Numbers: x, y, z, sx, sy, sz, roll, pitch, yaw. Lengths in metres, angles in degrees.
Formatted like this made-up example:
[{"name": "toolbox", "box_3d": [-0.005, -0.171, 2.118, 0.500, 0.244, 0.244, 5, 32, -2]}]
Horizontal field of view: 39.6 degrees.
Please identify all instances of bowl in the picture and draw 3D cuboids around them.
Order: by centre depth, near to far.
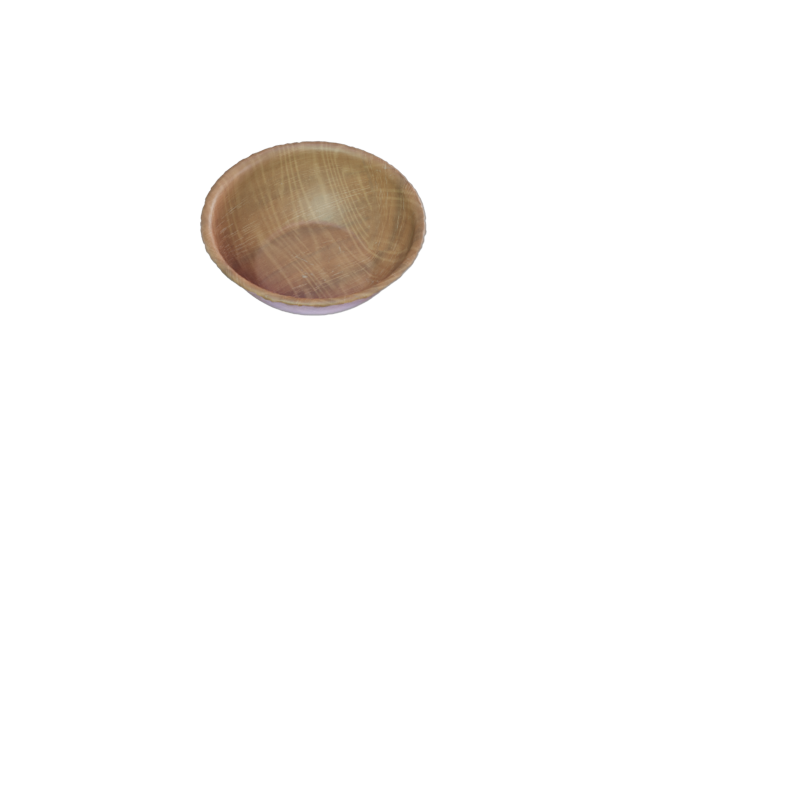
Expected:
[{"name": "bowl", "box_3d": [-0.064, -0.116, 0.812, 0.162, 0.174, 0.051, -1, -38, -1]}]
